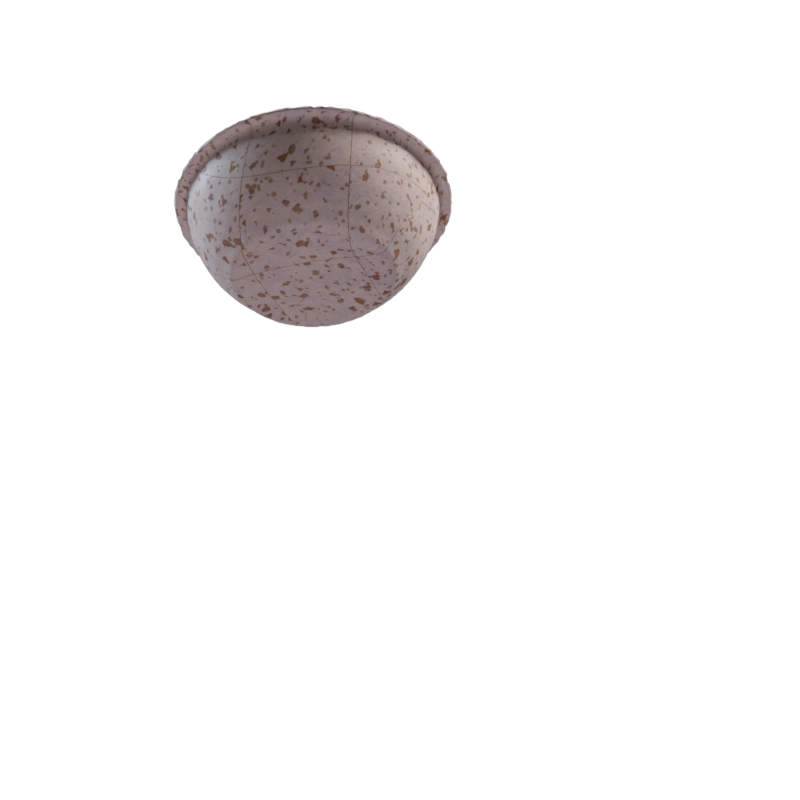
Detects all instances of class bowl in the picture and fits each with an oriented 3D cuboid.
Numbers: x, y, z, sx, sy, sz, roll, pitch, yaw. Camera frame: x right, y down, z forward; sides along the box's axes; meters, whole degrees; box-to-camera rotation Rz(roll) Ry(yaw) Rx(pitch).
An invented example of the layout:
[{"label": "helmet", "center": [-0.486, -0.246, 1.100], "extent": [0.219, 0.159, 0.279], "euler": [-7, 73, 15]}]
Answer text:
[{"label": "bowl", "center": [-0.049, -0.090, 0.632], "extent": [0.162, 0.059, 0.151], "euler": [1, -36, -2]}]
